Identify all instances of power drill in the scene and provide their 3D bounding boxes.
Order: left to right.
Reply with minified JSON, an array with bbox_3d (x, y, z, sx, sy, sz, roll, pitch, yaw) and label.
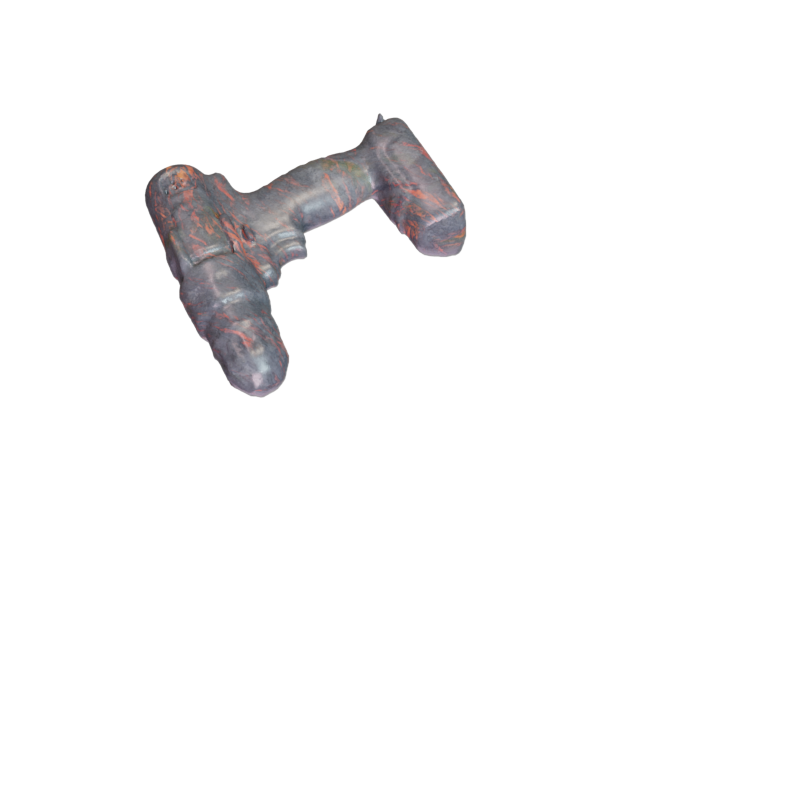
[{"bbox_3d":[-0.056,-0.102,0.717,0.186,0.199,0.054,-20,-34,-14],"label":"power drill"}]
